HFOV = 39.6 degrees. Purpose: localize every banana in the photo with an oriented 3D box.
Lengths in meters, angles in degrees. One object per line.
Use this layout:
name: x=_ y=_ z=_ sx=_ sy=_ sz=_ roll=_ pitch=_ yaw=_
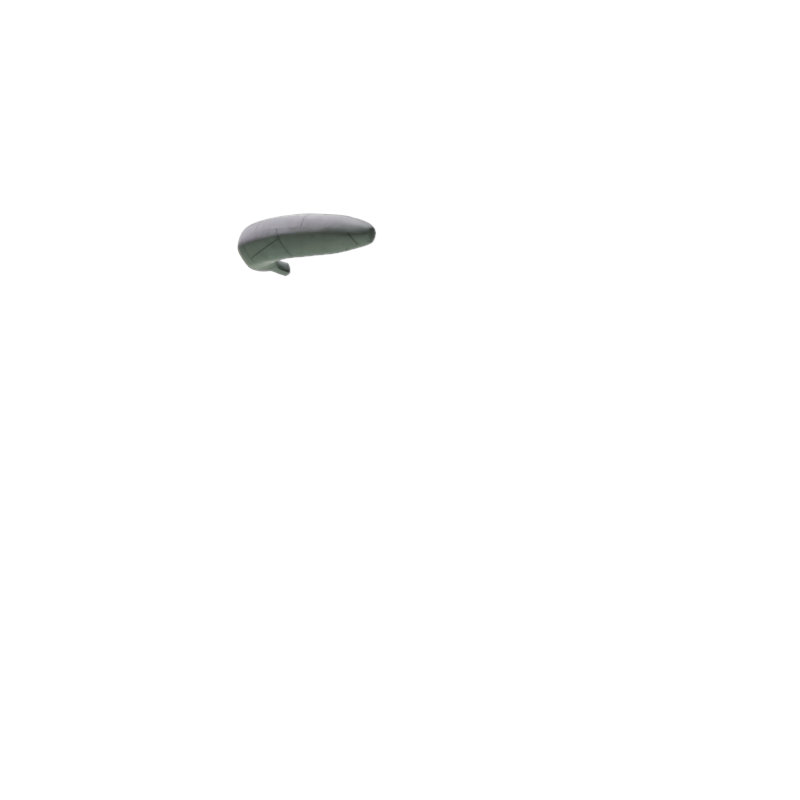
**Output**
banana: x=-0.090 y=-0.131 z=0.915 sx=0.067 sy=0.037 sz=0.202 roll=1 pitch=0 yaw=-25
